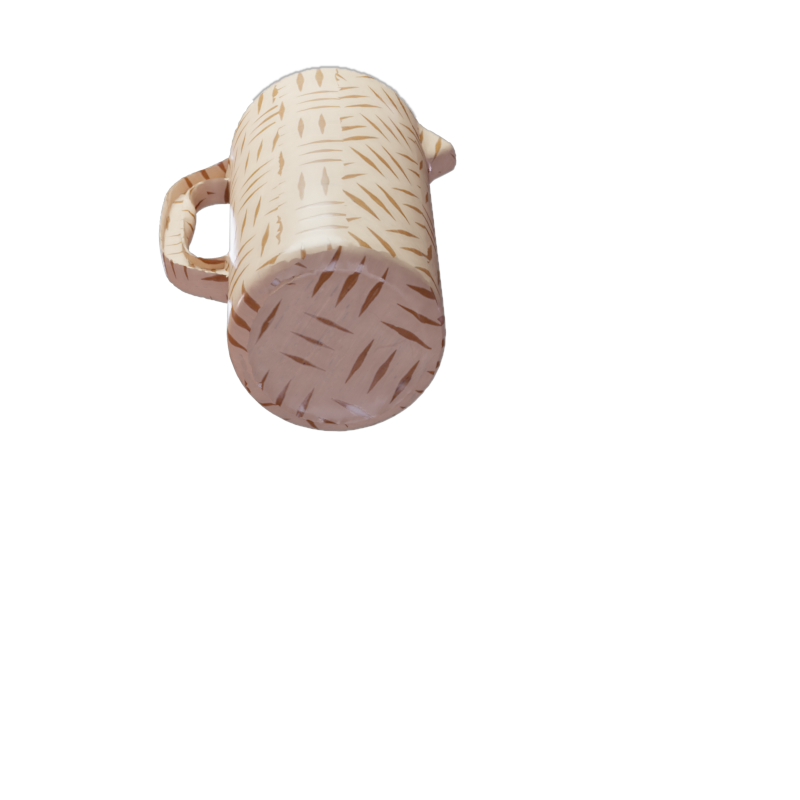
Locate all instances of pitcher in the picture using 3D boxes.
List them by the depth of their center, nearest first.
[{"bbox_3d":[-0.050,-0.092,0.642,0.139,0.146,0.258,34,24,-21],"label":"pitcher"}]
